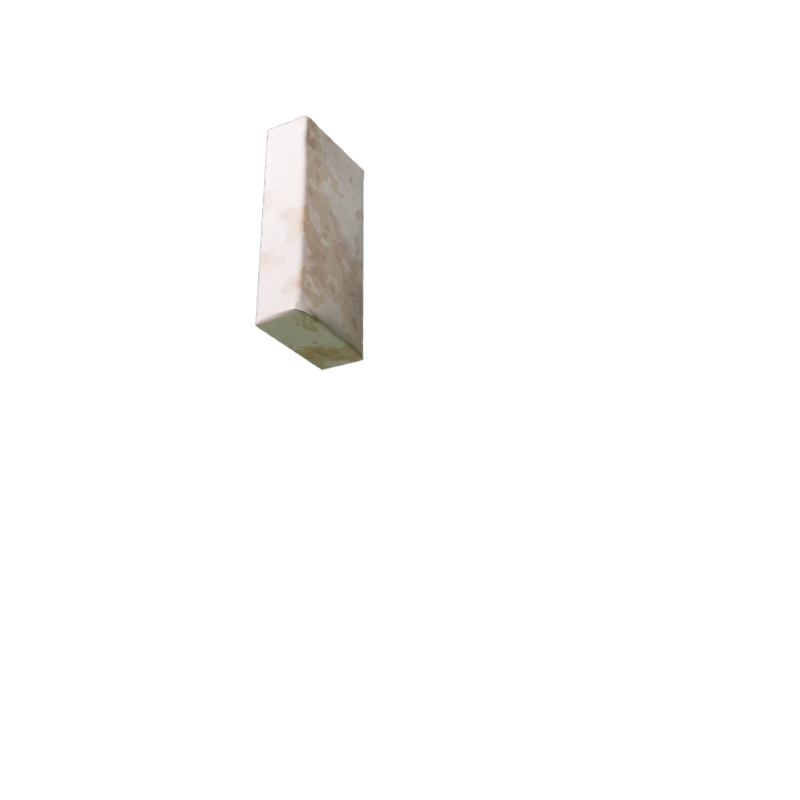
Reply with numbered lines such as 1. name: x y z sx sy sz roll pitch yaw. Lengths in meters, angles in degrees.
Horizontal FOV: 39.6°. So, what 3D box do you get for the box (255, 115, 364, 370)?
1. box: -0.068 -0.123 0.863 0.048 0.188 0.086 -19 -34 26
